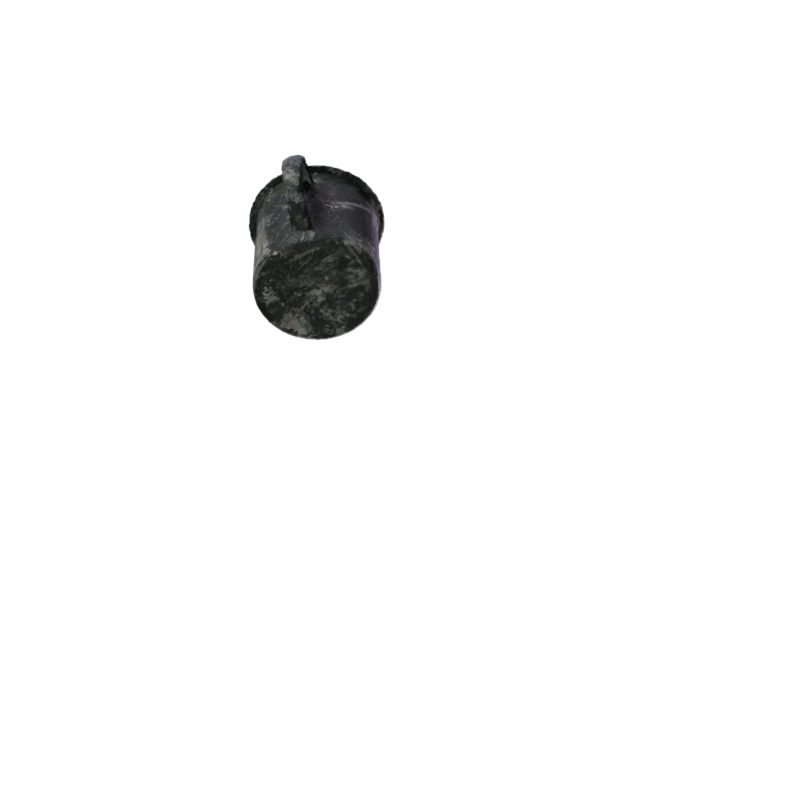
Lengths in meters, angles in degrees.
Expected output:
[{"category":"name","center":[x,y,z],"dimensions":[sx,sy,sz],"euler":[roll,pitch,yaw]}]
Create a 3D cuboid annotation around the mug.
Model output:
[{"category":"mug","center":[-0.056,-0.103,0.719],"dimensions":[0.094,0.109,0.087],"euler":[-8,37,4]}]
